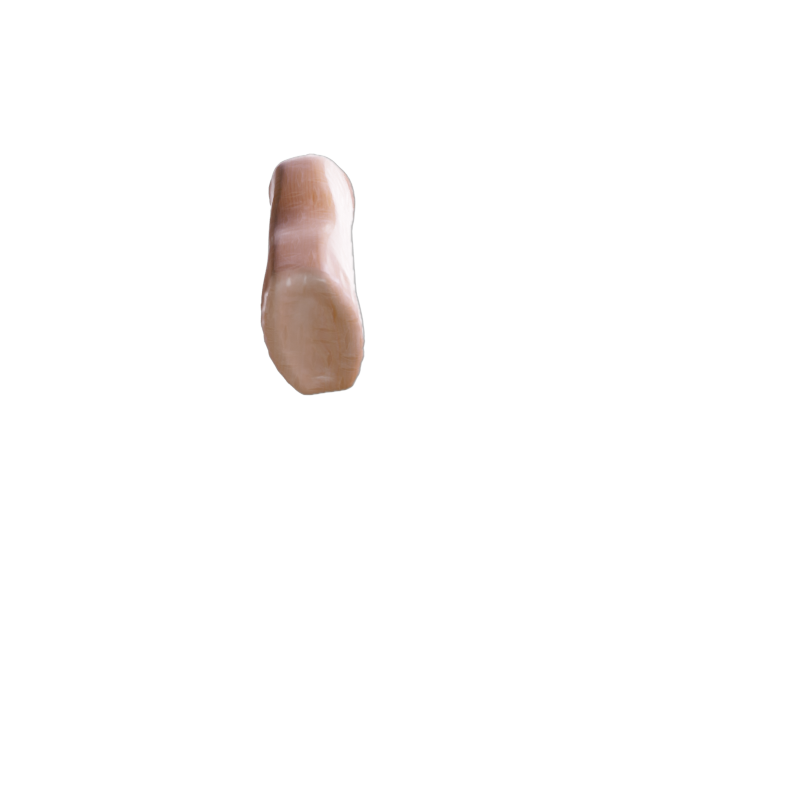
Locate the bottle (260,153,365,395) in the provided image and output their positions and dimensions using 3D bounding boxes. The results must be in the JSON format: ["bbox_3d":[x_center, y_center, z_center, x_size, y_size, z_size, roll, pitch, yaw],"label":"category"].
[{"bbox_3d":[-0.056,-0.101,0.705,0.059,0.089,0.205,-10,40,5],"label":"bottle"}]
